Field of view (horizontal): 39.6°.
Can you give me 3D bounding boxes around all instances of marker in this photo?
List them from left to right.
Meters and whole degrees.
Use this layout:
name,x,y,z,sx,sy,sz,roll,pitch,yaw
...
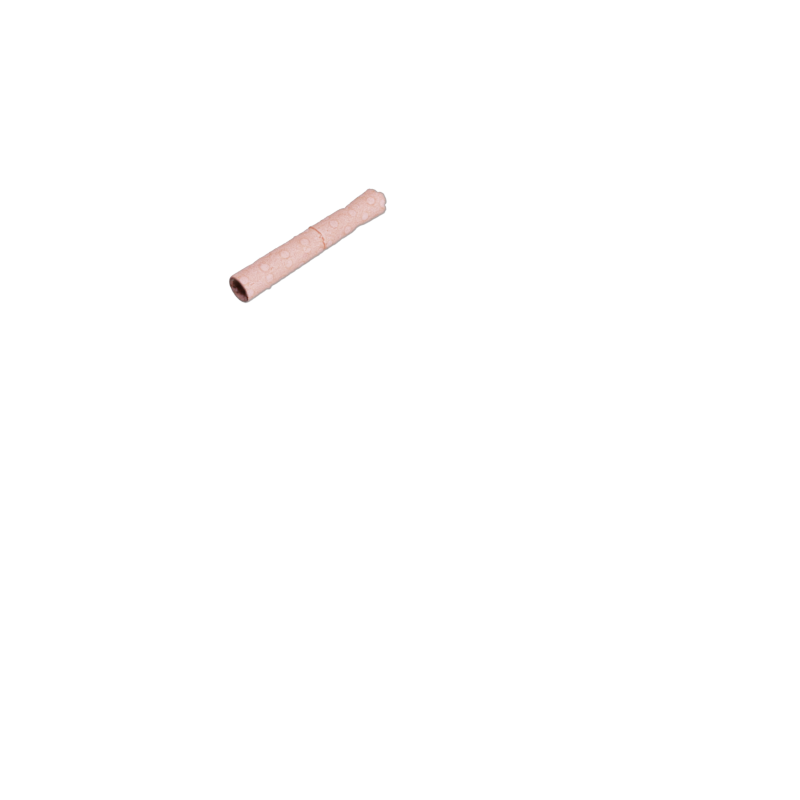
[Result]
name,x,y,z,sx,sy,sz,roll,pitch,yaw
marker,-0.054,-0.098,0.686,0.122,0.019,0.021,-38,24,-29
